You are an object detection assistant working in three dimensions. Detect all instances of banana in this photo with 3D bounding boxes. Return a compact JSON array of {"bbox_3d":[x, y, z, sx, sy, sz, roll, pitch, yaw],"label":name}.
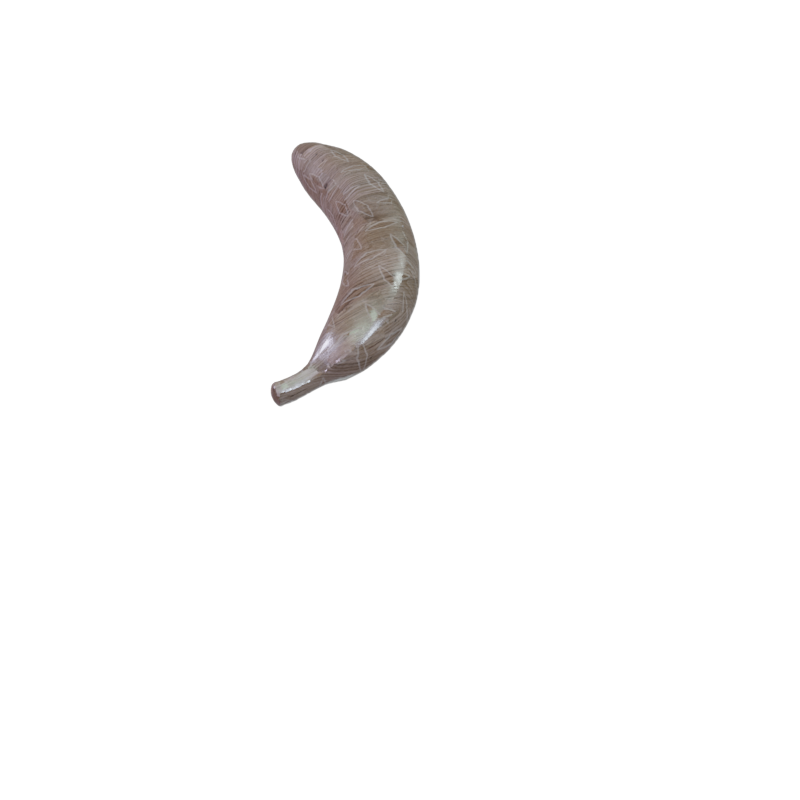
[{"bbox_3d":[-0.026,-0.077,0.562,0.070,0.034,0.212,0,42,-1],"label":"banana"}]
